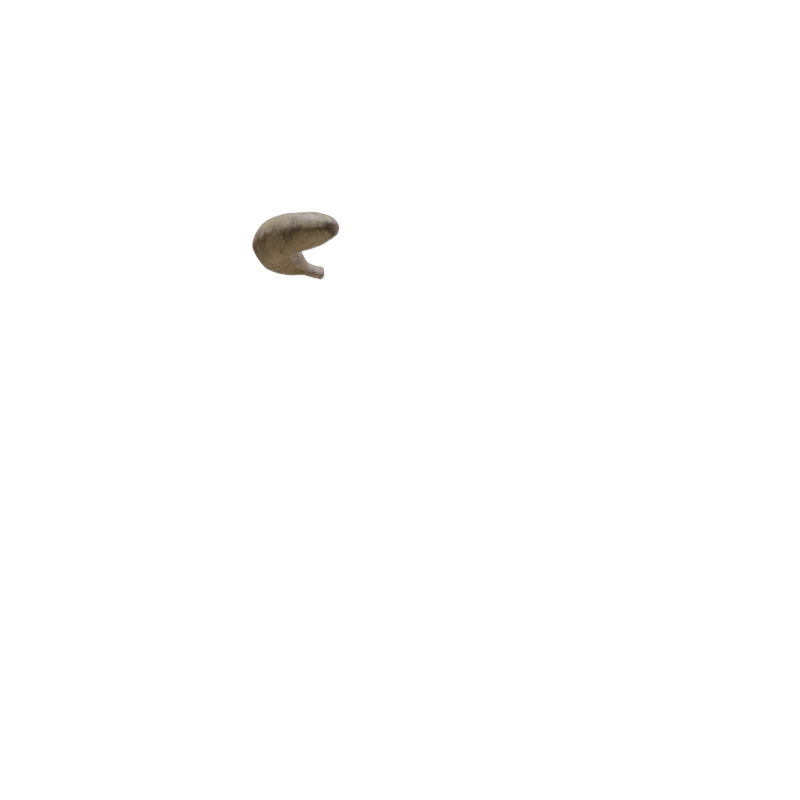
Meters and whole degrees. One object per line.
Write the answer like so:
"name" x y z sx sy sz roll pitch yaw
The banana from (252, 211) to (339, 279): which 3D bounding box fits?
"banana" -0.094 -0.138 0.968 0.069 0.037 0.196 0 -3 -7
